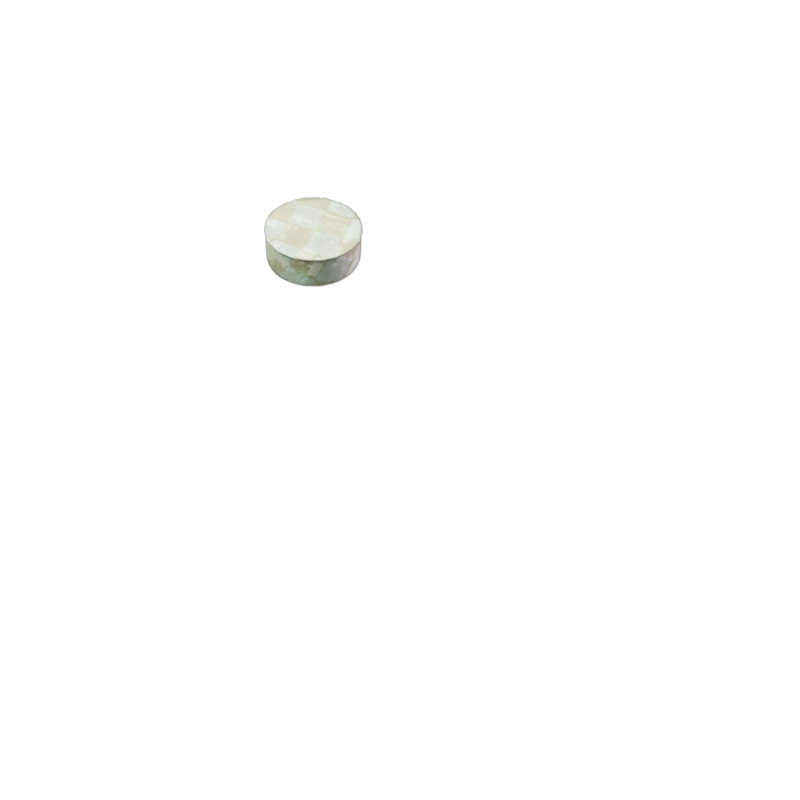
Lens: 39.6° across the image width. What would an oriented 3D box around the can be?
[{"bbox_3d":[-0.076,-0.139,0.971,0.086,0.031,0.092,-1,45,-1],"label":"can"}]
